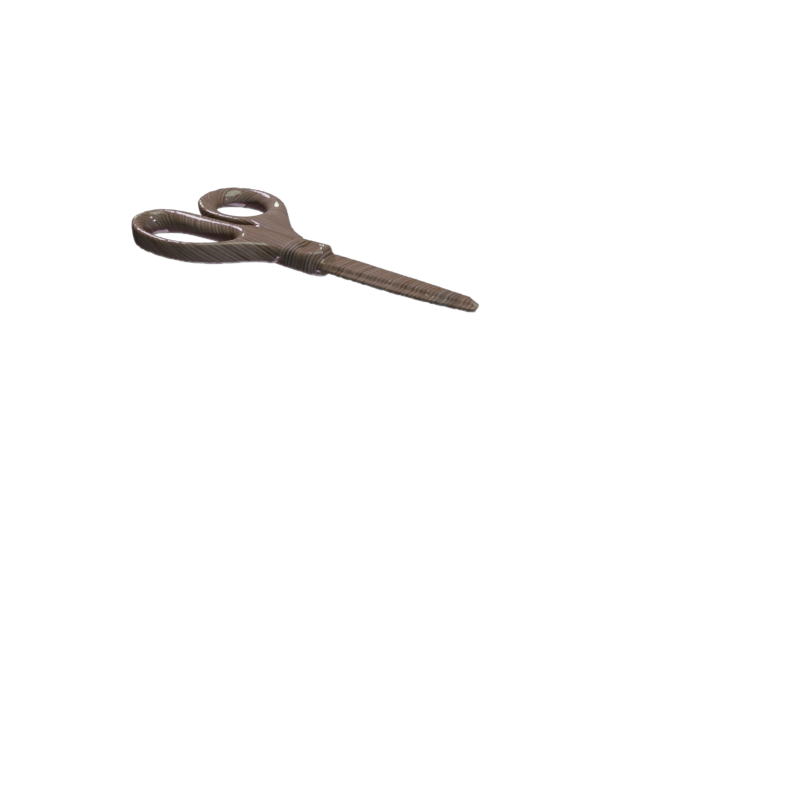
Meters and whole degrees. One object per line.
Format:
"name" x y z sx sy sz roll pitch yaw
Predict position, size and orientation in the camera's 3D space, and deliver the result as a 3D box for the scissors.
"scissors" -0.047 -0.085 0.599 0.208 0.015 0.099 11 32 17
